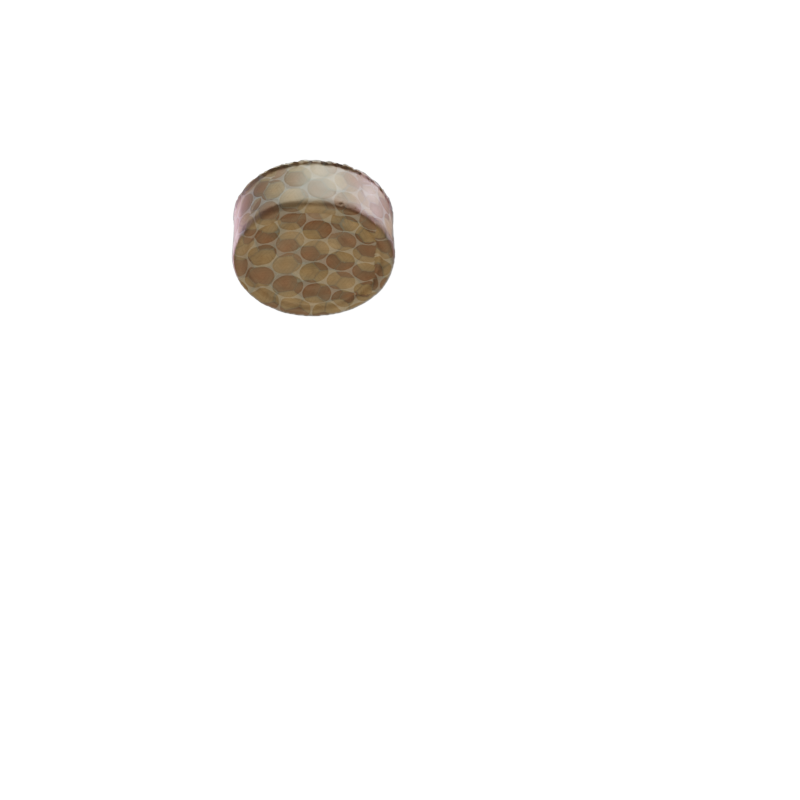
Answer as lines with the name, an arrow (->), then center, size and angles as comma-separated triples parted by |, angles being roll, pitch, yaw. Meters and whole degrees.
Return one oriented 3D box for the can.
can -> -0.045, -0.083, 0.581 | 0.086, 0.036, 0.080 | 1, -41, -1
